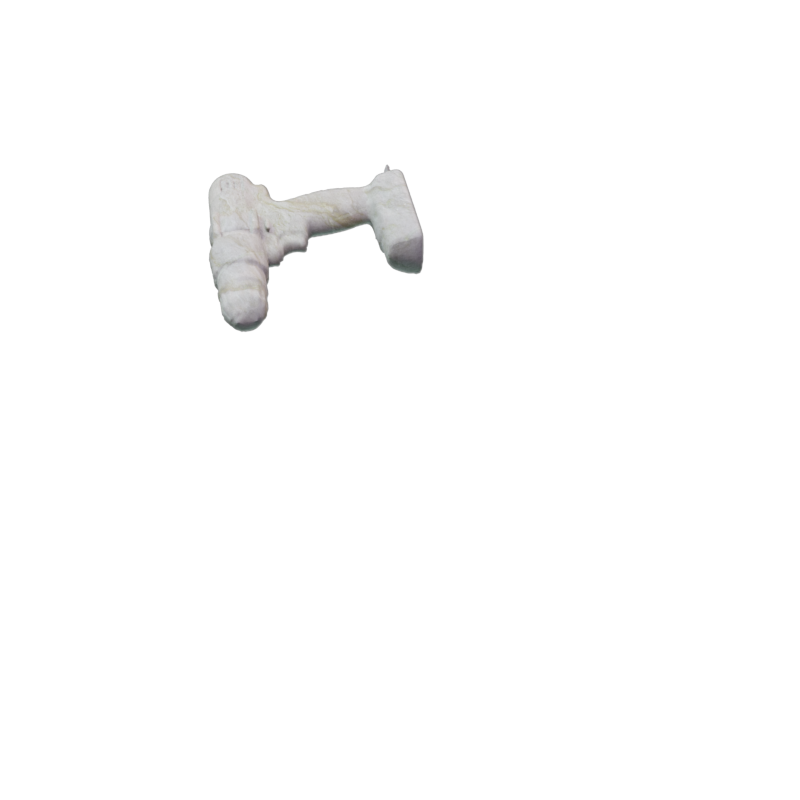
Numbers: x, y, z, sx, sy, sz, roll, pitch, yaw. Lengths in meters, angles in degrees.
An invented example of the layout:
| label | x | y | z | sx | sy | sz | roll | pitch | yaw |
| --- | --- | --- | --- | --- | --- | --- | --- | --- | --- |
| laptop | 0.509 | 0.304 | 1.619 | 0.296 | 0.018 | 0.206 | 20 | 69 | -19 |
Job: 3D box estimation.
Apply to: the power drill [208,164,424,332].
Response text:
| label | x | y | z | sx | sy | sz | roll | pitch | yaw |
| --- | --- | --- | --- | --- | --- | --- | --- | --- | --- |
| power drill | -0.077 | -0.141 | 0.989 | 0.186 | 0.199 | 0.053 | -7 | -42 | -6 |
